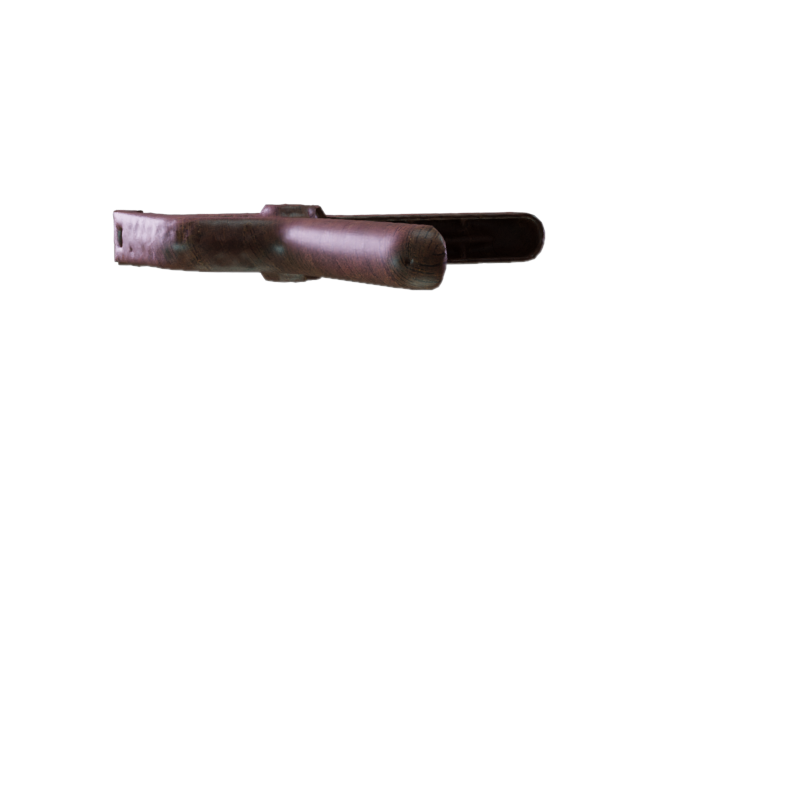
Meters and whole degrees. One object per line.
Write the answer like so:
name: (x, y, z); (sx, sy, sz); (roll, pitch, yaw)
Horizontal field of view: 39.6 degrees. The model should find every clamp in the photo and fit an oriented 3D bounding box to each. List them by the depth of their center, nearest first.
clamp: (-0.041, -0.076, 0.530); (0.218, 0.036, 0.161); (6, 12, 30)
